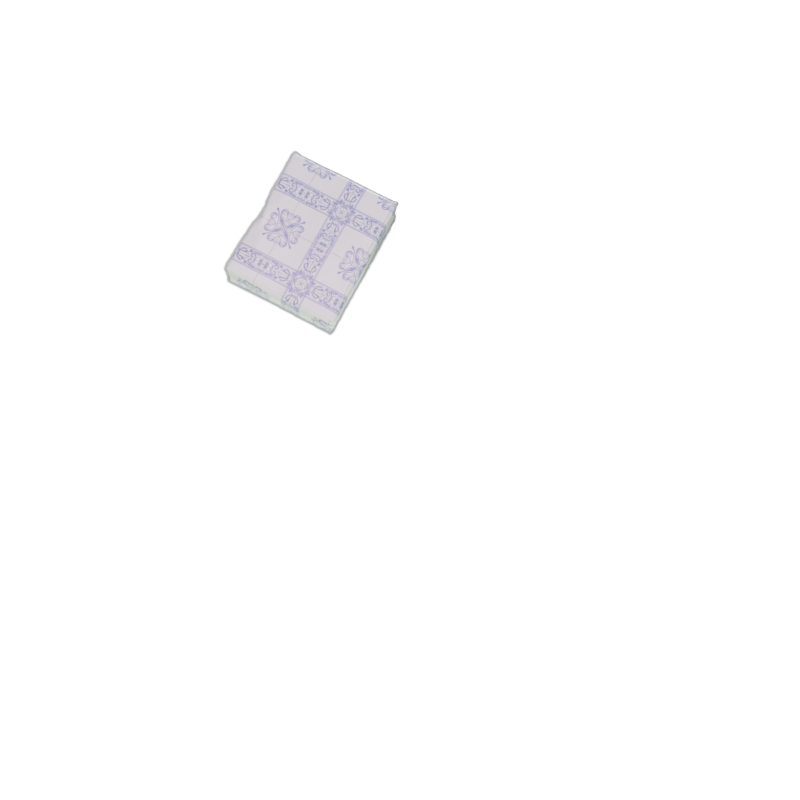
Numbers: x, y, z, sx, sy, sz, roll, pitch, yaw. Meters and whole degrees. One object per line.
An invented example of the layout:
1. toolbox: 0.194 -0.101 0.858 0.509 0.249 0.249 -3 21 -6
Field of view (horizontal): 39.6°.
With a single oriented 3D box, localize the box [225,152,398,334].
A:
1. box: -0.053 -0.096 0.674 0.075 0.091 0.029 27 -17 8
